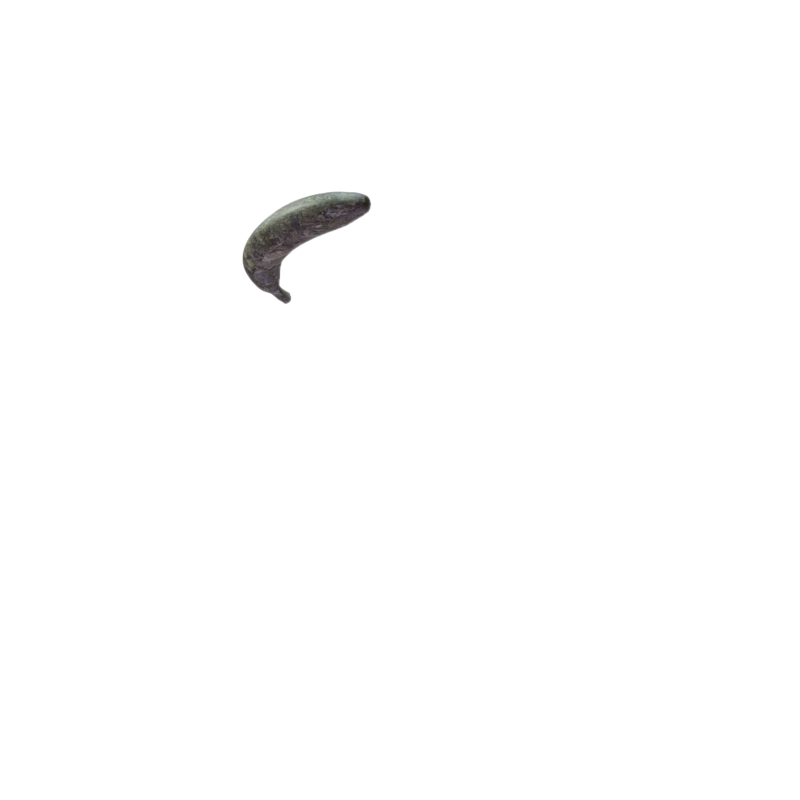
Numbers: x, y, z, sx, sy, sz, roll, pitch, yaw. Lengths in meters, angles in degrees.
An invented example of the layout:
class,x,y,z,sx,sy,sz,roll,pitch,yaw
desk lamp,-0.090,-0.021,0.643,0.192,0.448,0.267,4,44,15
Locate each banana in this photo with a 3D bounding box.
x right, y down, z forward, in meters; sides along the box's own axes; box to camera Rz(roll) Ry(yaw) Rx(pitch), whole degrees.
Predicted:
class,x,y,z,sx,sy,sz,roll,pitch,yaw
banana,-0.096,-0.143,0.991,0.067,0.039,0.194,10,-23,-24
